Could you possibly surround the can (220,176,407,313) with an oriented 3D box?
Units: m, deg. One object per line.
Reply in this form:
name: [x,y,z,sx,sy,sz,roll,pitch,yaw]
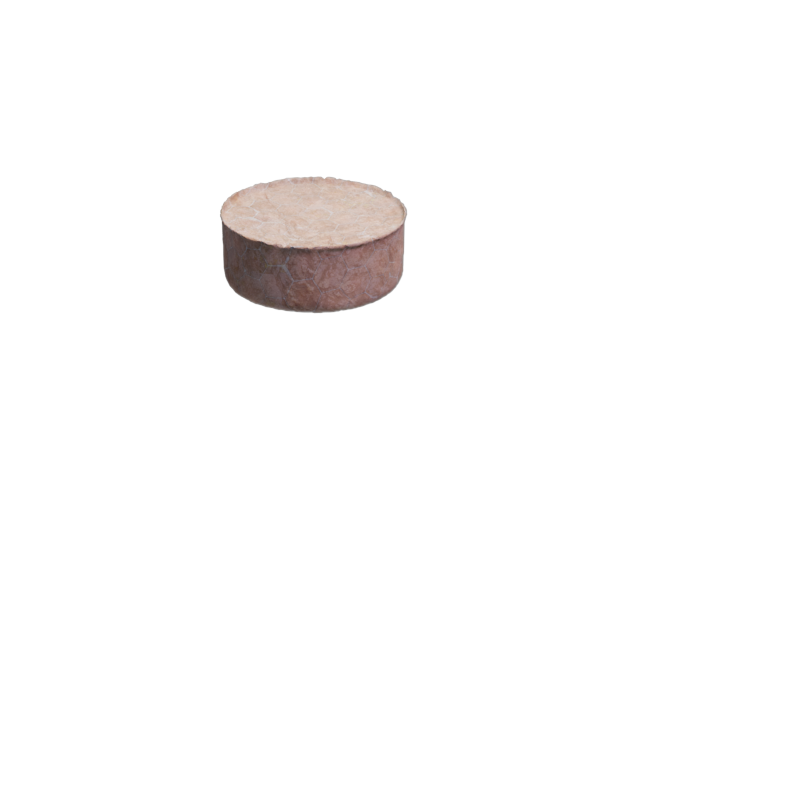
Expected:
can: [-0.040,-0.074,0.515,0.086,0.032,0.091,-1,30,-2]
